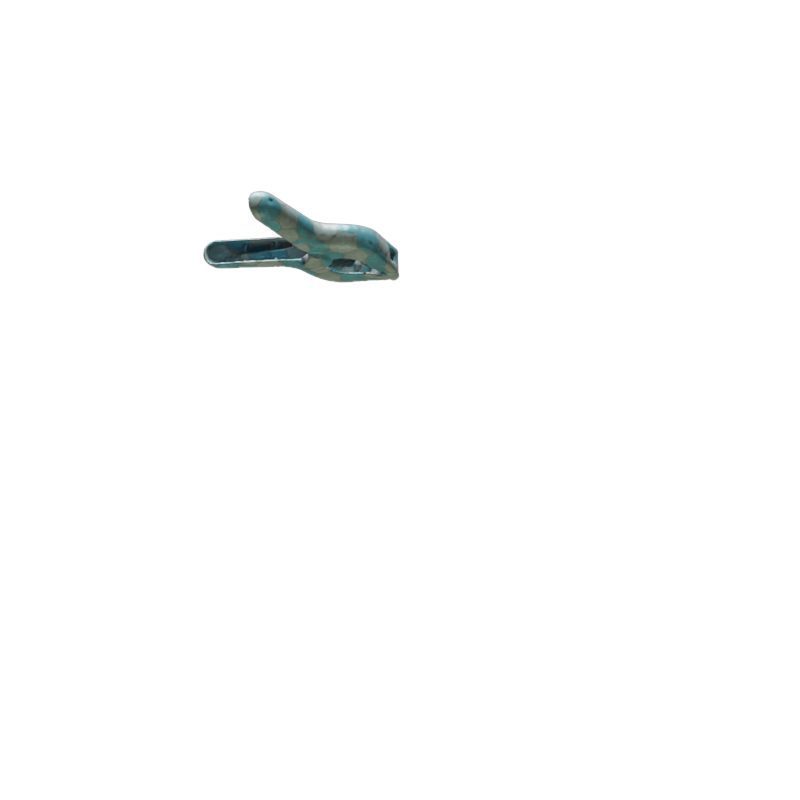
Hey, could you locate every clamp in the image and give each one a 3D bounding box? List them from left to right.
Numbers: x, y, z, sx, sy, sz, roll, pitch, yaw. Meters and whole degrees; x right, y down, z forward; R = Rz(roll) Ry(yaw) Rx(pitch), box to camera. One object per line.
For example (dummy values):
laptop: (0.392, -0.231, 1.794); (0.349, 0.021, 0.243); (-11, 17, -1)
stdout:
clamp: (-0.074, -0.136, 0.950); (0.167, 0.041, 0.118); (4, -14, -17)
